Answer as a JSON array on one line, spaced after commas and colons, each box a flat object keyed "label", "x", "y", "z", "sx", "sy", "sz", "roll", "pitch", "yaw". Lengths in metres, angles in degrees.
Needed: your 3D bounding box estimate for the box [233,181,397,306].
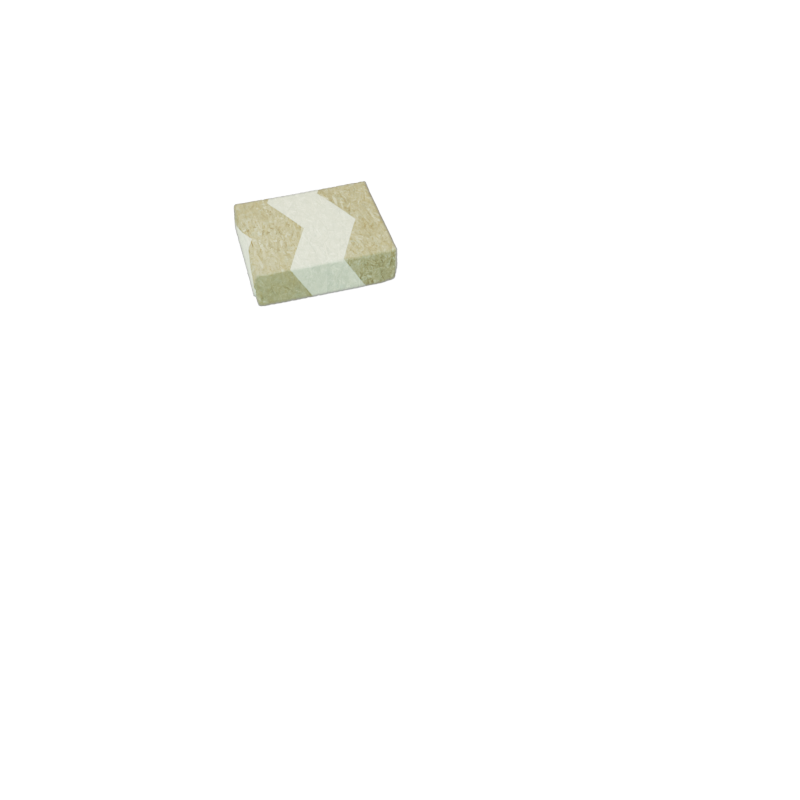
[{"label": "box", "x": -0.068, "y": -0.124, "z": 0.872, "sx": 0.112, "sy": 0.036, "sz": 0.097, "roll": -11, "pitch": 46, "yaw": -11}]
